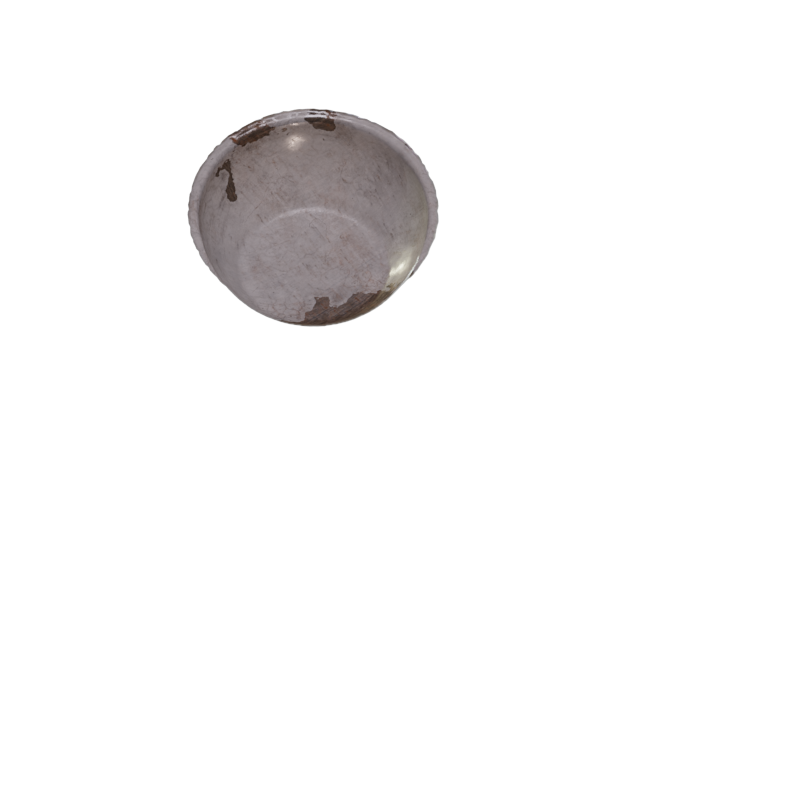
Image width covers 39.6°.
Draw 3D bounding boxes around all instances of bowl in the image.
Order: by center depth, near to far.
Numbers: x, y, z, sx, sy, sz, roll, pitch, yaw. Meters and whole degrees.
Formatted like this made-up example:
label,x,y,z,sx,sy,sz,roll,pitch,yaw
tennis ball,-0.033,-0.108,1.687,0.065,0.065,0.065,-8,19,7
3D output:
label,x,y,z,sx,sy,sz,roll,pitch,yaw
bowl,-0.054,-0.099,0.695,0.162,0.151,0.059,1,40,-1
